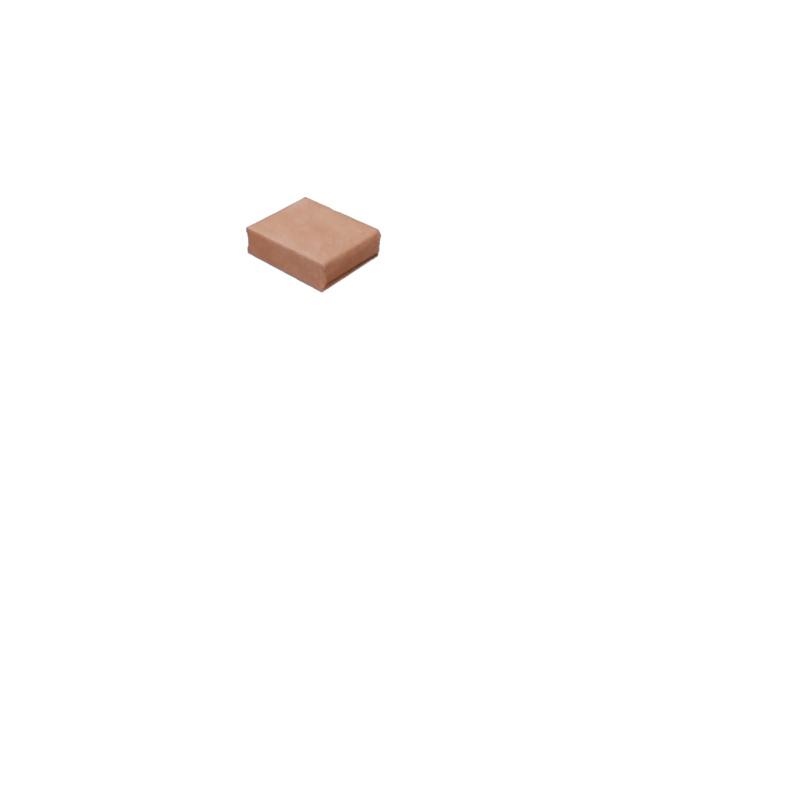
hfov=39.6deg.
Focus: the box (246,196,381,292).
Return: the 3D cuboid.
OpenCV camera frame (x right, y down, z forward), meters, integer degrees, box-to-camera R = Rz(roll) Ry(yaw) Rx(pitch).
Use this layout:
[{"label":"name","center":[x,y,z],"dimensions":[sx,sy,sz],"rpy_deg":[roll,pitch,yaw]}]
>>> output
[{"label":"box","center":[-0.073,-0.133,0.930],"dimensions":[0.095,0.028,0.073],"rpy_deg":[28,45,32]}]
